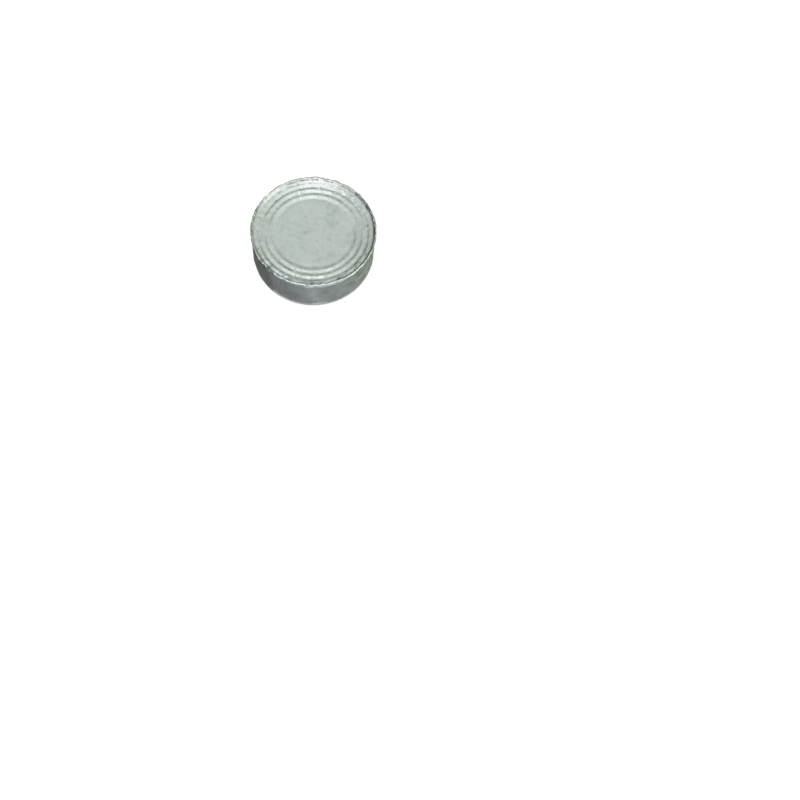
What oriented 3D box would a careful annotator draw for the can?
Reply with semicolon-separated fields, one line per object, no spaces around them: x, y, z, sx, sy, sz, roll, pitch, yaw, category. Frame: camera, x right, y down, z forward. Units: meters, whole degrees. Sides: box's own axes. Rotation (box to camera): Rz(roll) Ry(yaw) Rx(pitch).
-0.060;-0.109;0.764;0.086;0.091;0.032;-1;-28;-1;can
